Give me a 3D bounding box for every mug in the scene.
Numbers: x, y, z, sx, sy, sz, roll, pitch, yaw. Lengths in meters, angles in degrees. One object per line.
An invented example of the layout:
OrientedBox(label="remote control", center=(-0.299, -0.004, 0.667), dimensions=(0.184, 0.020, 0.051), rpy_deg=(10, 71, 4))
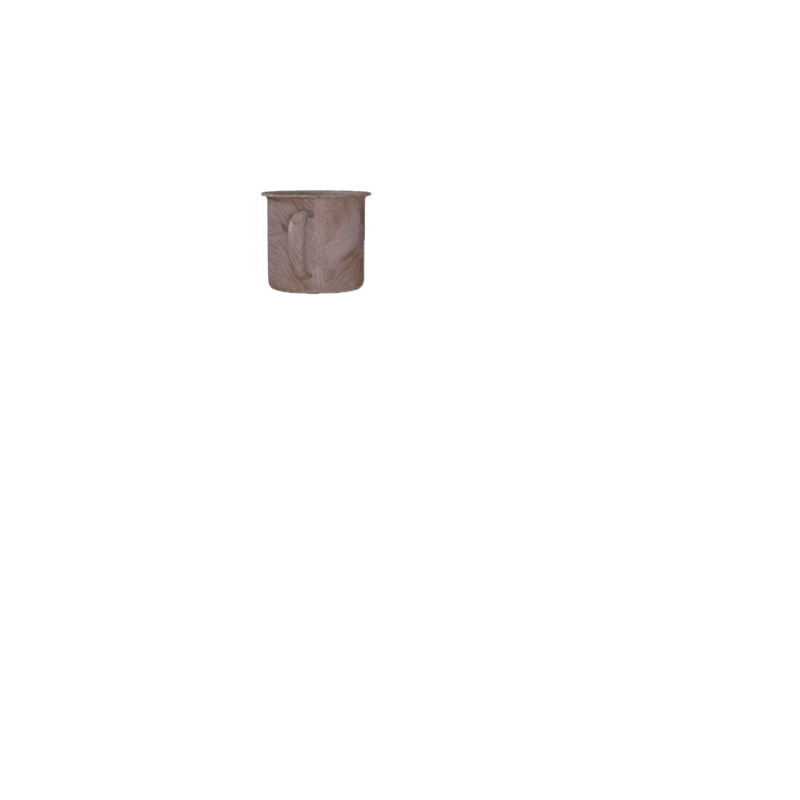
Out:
OrientedBox(label="mug", center=(-0.072, -0.131, 0.921), dimensions=(0.094, 0.080, 0.118), rpy_deg=(2, 11, 8))
